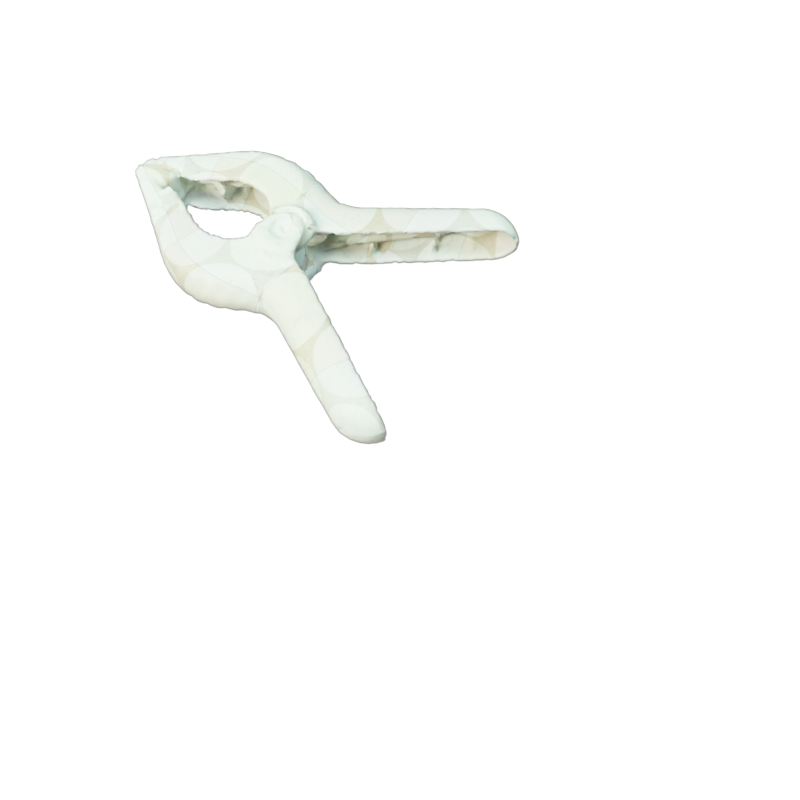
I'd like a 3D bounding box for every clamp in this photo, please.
[{"bbox_3d":[-0.038,-0.069,0.486,0.181,0.122,0.037,37,-28,23],"label":"clamp"}]
